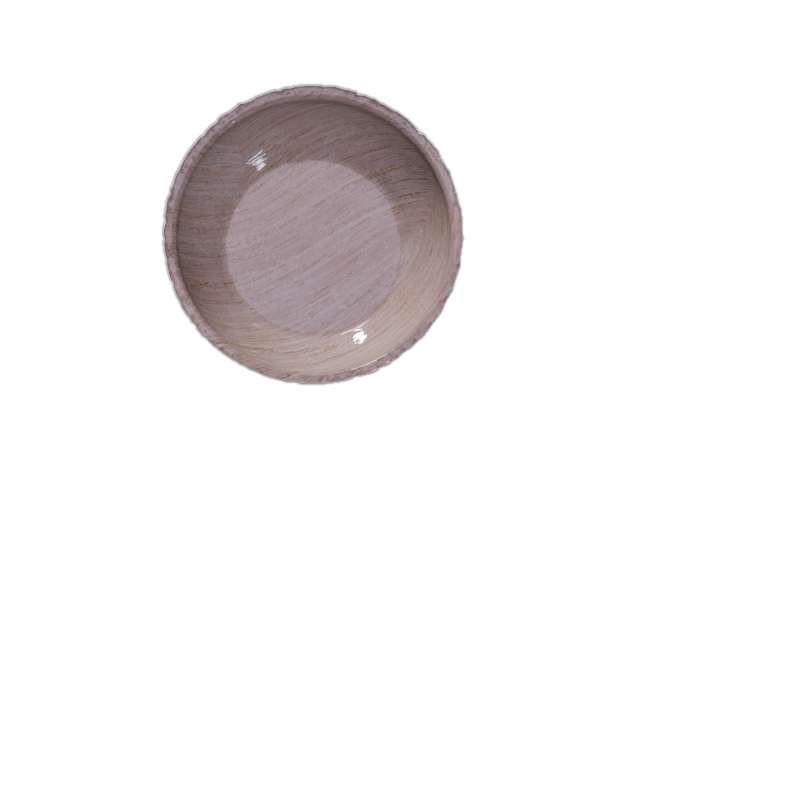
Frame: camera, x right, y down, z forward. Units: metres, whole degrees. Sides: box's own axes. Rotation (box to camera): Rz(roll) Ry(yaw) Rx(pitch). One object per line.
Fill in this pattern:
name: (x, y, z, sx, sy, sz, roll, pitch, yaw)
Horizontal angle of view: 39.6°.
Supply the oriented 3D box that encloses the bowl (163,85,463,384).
bowl: (-0.045, -0.082, 0.572, 0.162, 0.160, 0.056, 0, 7, -1)
